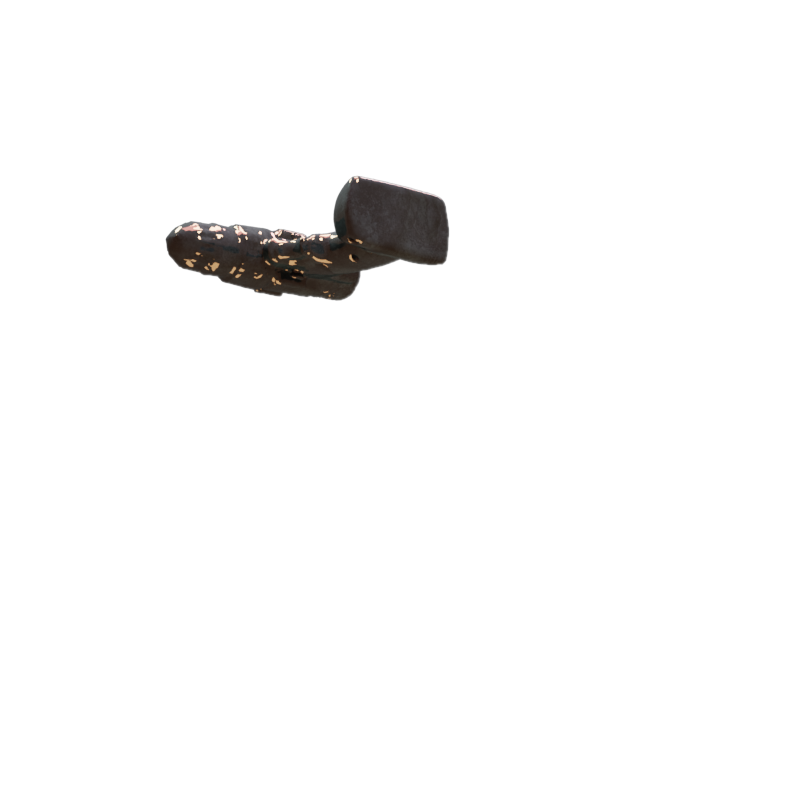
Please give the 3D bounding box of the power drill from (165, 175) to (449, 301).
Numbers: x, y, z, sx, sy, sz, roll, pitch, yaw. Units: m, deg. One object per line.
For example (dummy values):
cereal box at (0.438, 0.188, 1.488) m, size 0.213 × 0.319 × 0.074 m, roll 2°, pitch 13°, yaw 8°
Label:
power drill at (-0.069, -0.126, 0.884) m, size 0.176 × 0.059 × 0.192 m, roll 6°, pitch -9°, yaw -39°
